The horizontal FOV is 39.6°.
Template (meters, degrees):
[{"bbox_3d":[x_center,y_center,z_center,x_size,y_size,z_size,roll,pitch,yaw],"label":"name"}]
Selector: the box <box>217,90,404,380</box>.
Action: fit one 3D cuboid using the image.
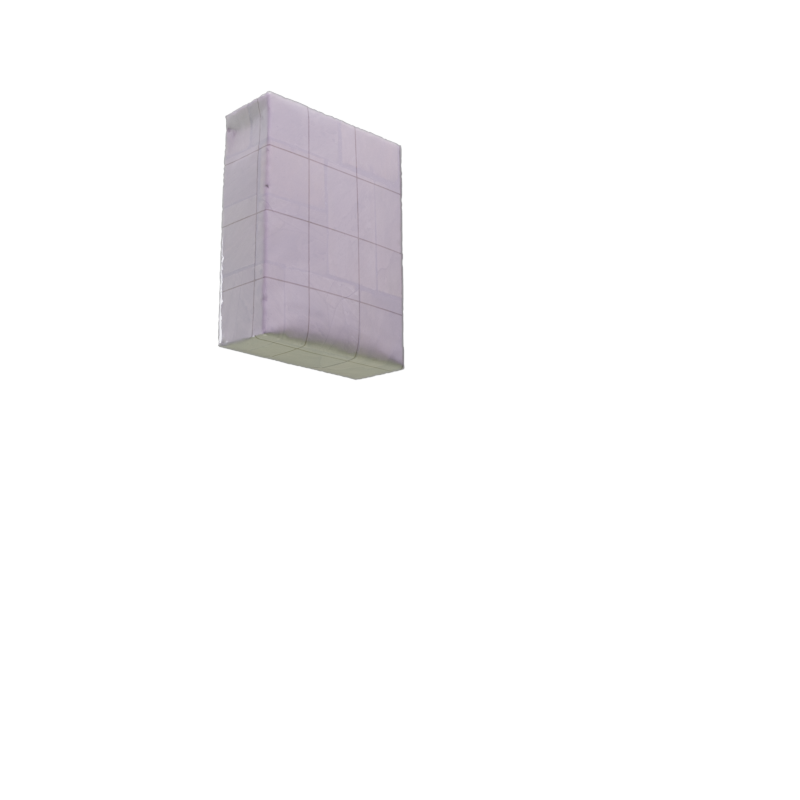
[{"bbox_3d":[-0.075,-0.137,0.960,0.155,0.223,0.073,15,-24,-42],"label":"box"}]
